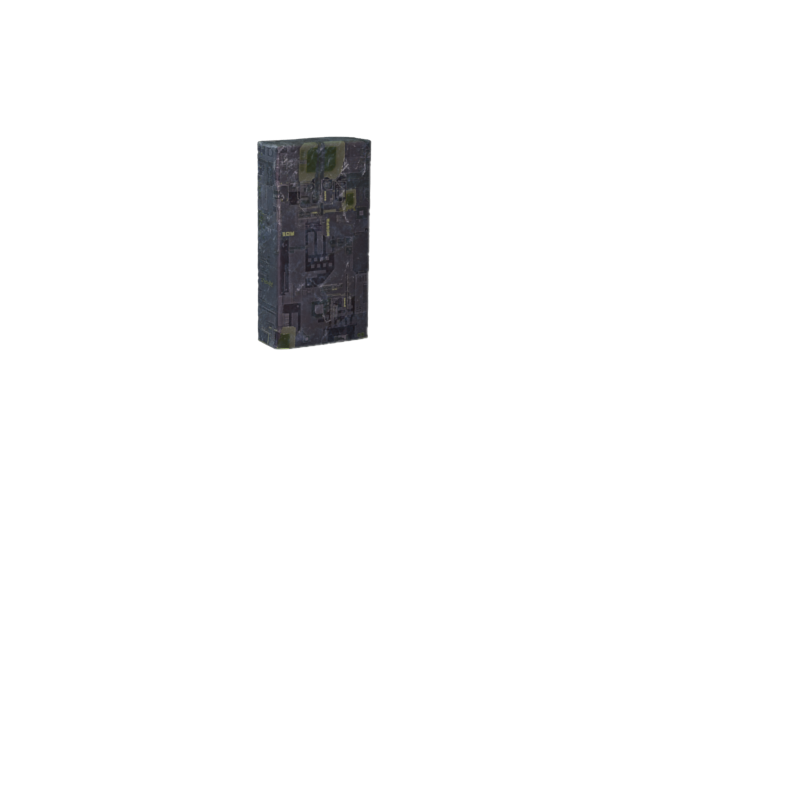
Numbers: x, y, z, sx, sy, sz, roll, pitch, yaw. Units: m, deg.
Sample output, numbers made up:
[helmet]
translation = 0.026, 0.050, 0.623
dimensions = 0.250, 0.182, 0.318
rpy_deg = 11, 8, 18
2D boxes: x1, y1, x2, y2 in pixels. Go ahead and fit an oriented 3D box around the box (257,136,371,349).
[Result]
[box]
translation = -0.074, -0.136, 0.950
dimensions = 0.091, 0.172, 0.051
rpy_deg = -6, 13, -30
